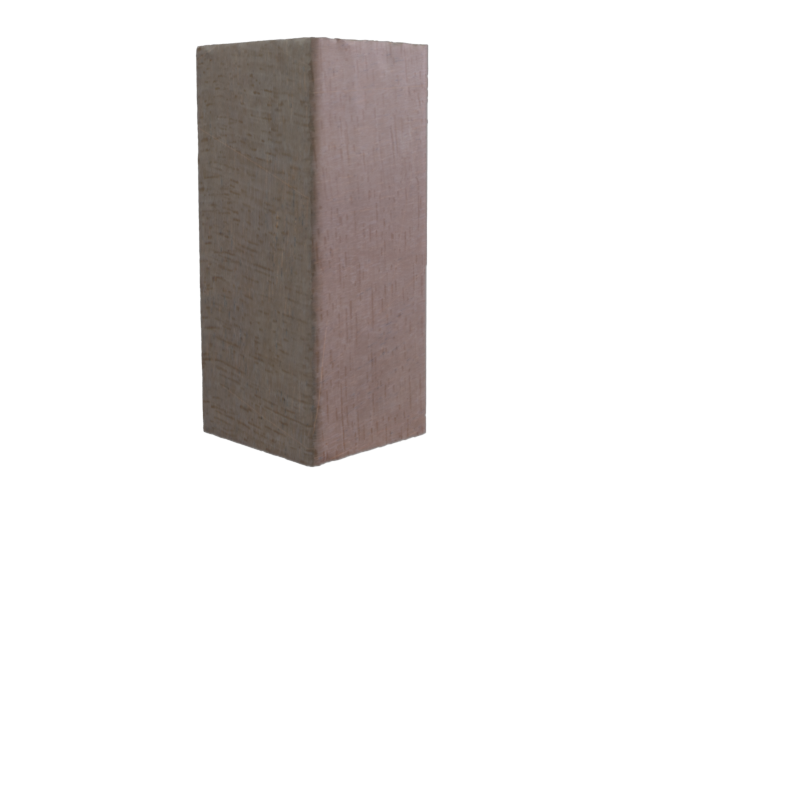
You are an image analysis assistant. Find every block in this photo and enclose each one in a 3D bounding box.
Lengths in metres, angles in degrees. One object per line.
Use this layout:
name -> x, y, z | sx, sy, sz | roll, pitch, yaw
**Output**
block -> -0.046, -0.084, 0.586 | 0.095, 0.203, 0.087 | 8, 11, 43
